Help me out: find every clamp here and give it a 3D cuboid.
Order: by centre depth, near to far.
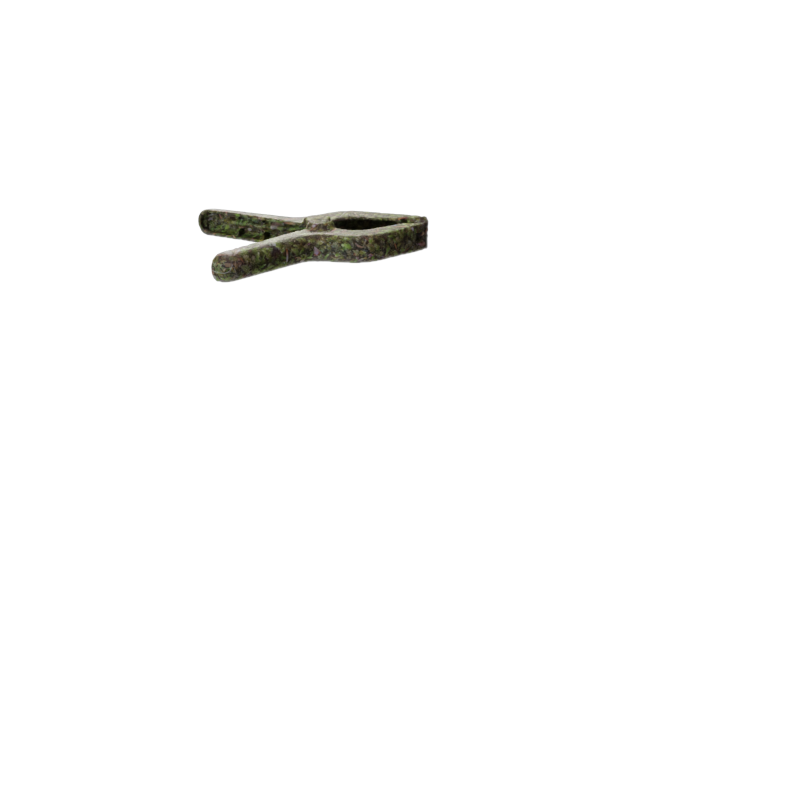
[{"bbox_3d":[-0.077,-0.140,0.980,0.209,0.035,0.173,-2,24,-4],"label":"clamp"}]
